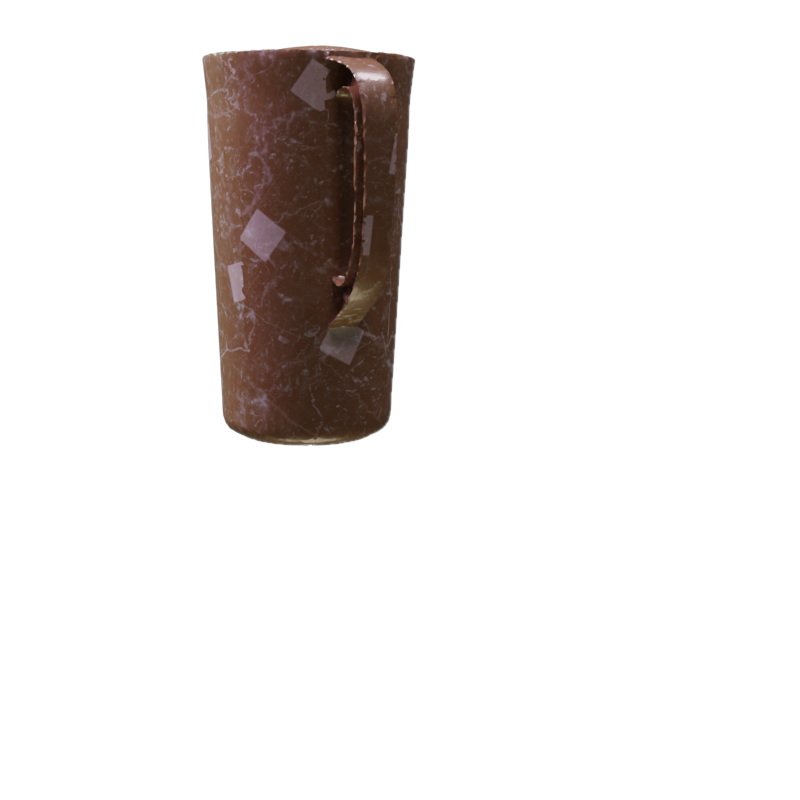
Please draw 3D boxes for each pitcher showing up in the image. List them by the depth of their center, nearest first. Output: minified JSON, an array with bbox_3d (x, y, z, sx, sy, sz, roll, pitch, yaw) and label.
[{"bbox_3d":[-0.054,-0.099,0.693,0.149,0.240,0.147,2,7,19],"label":"pitcher"}]
